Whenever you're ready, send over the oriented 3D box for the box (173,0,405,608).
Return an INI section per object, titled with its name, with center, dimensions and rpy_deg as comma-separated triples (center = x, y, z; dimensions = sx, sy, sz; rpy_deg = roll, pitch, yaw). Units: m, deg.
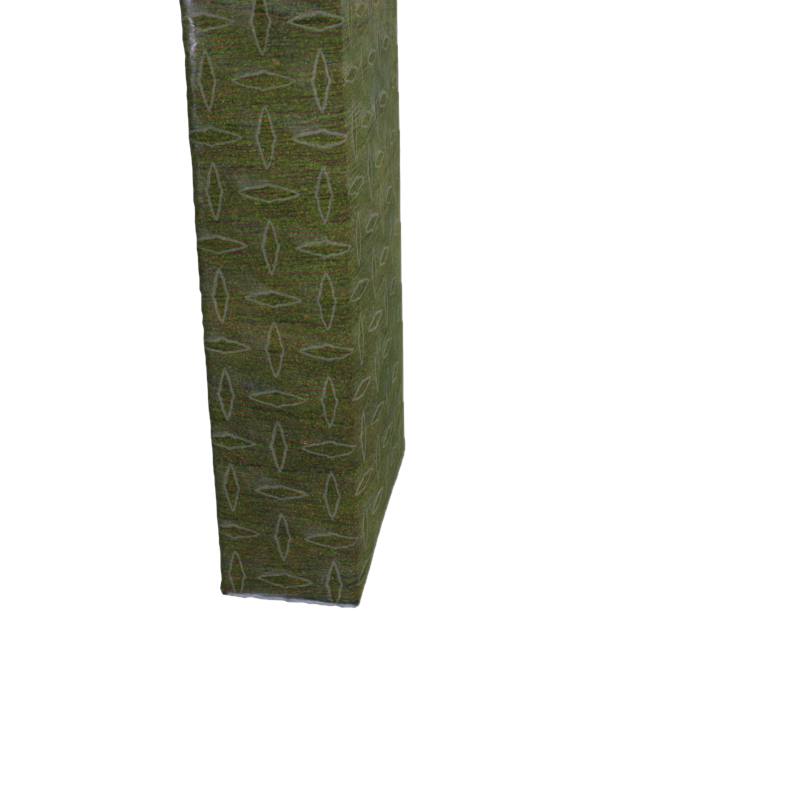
[box]
center = -0.024, -0.045, 0.312
dimensions = 0.049, 0.168, 0.097
rpy_deg = 4, 22, 7
